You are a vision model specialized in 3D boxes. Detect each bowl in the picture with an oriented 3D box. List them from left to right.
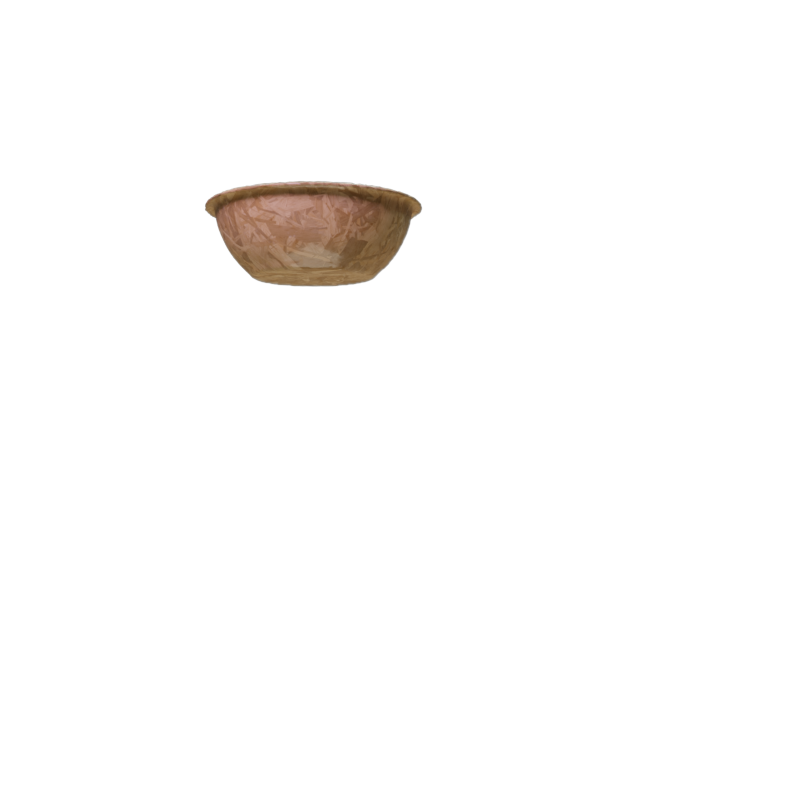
[{"bbox_3d":[-0.064,-0.118,0.824,0.162,0.056,0.160,0,-3,-2],"label":"bowl"}]
